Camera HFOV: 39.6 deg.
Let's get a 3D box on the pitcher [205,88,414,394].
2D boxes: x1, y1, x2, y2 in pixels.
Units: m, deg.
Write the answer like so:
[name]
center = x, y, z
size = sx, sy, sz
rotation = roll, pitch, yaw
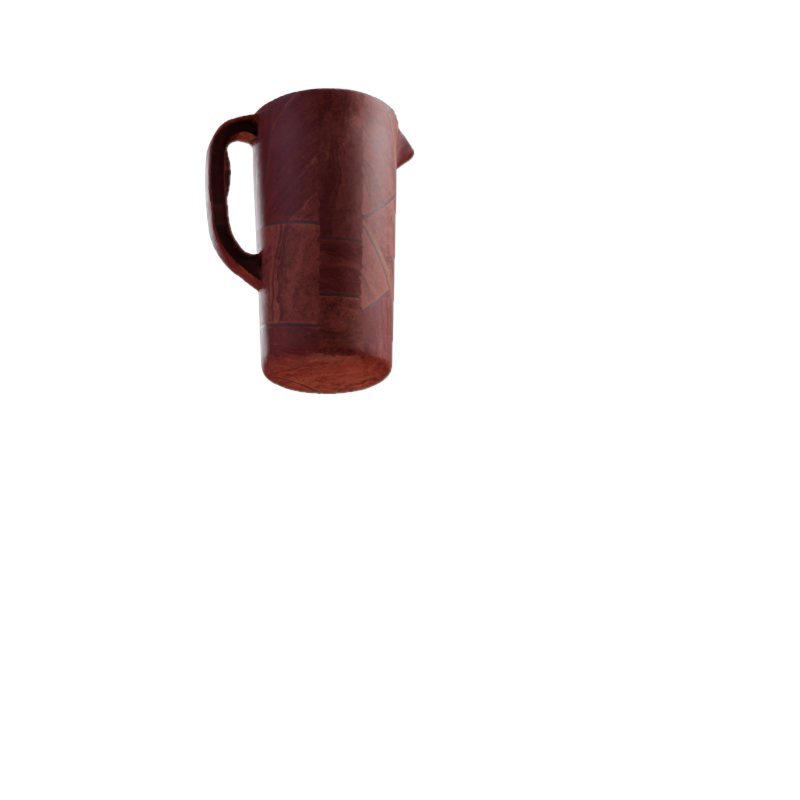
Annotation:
[pitcher]
center = -0.074, -0.136, 0.950
size = 0.152, 0.255, 0.135
rotation = -10, -23, 23
